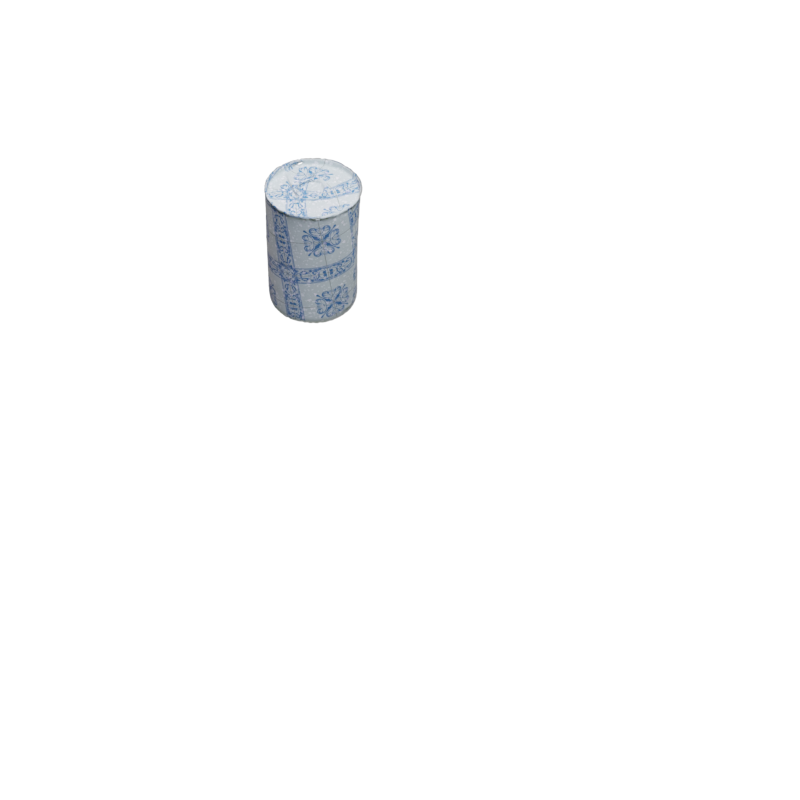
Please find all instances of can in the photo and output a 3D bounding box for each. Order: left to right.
[{"bbox_3d":[-0.063,-0.114,0.800,0.068,0.095,0.074,0,45,-3],"label":"can"}]
